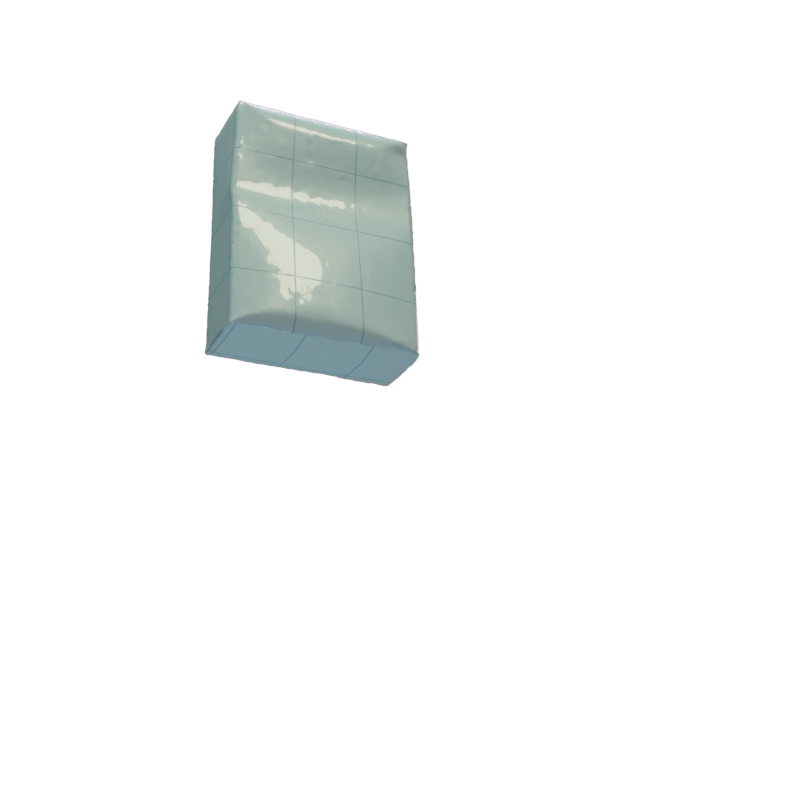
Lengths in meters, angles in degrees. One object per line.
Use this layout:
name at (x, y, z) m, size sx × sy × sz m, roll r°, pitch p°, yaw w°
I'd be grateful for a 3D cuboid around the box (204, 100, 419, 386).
box at (-0.072, -0.132, 0.924) m, size 0.158 × 0.227 × 0.070 m, roll 10°, pitch -31°, yaw -21°
